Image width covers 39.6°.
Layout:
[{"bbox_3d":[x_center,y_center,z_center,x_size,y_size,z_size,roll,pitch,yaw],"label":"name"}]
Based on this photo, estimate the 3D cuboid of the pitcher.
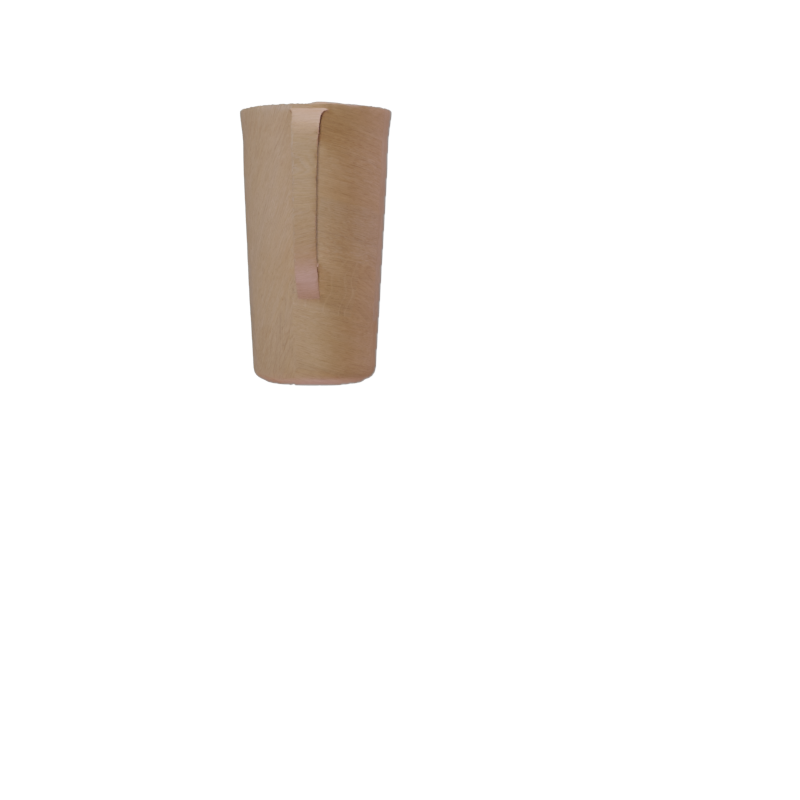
[{"bbox_3d":[-0.075,-0.138,0.964,0.144,0.243,0.151,-2,3,-44],"label":"pitcher"}]
